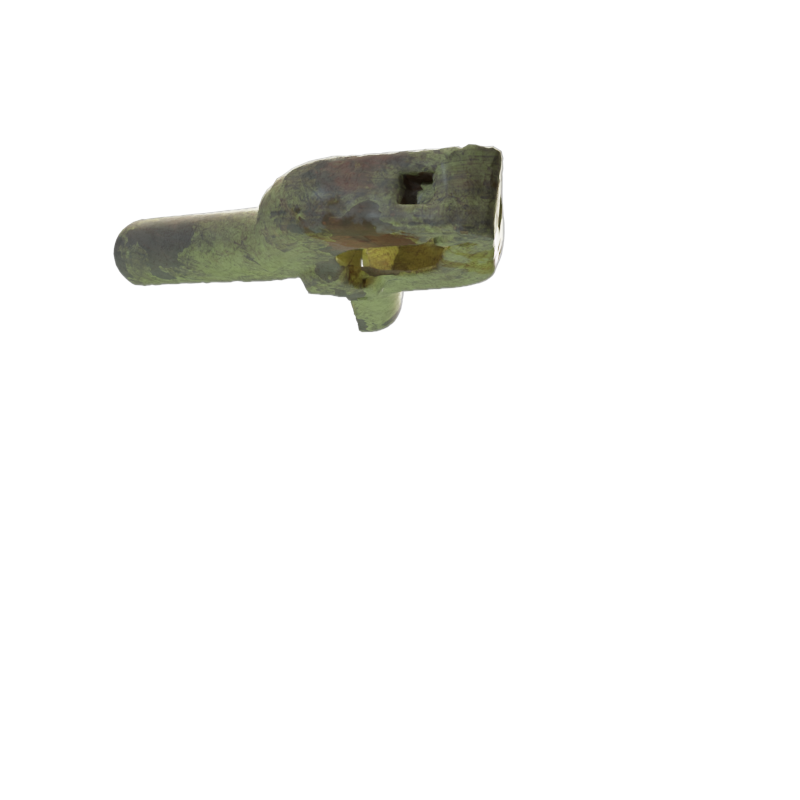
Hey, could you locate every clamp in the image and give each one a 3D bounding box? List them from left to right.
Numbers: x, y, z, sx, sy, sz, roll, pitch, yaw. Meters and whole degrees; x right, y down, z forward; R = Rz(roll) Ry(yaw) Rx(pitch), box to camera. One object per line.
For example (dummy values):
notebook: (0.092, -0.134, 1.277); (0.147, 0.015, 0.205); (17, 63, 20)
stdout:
clamp: (-0.030, -0.054, 0.379); (0.117, 0.040, 0.171); (3, -9, -21)
